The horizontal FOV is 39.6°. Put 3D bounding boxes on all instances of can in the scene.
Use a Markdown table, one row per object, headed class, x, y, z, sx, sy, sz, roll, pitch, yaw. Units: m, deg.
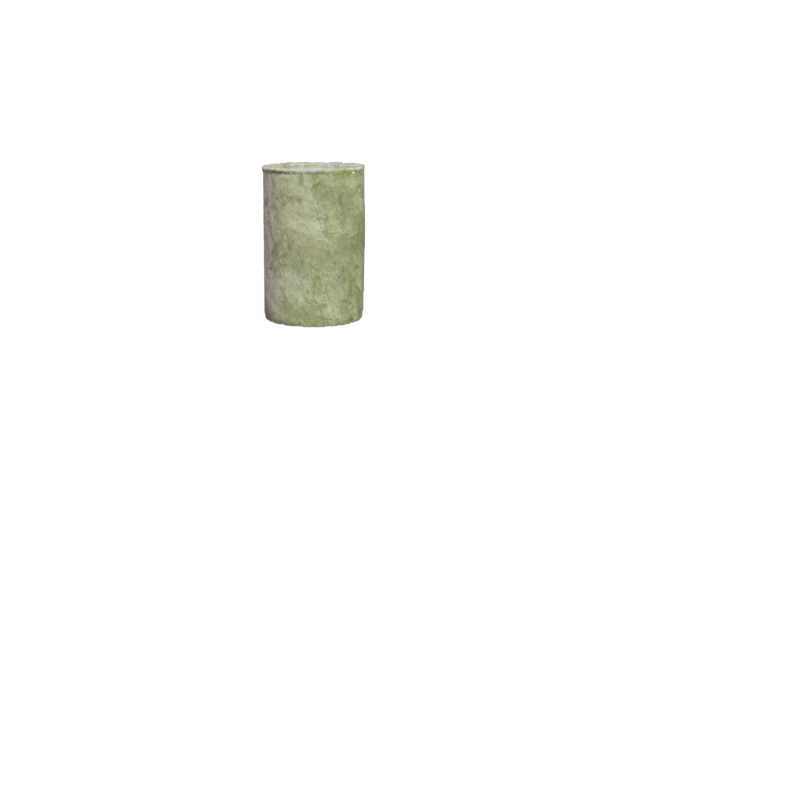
| class | x | y | z | sx | sy | sz | roll | pitch | yaw |
| --- | --- | --- | --- | --- | --- | --- | --- | --- | --- |
| can | -0.057 | -0.105 | 0.734 | 0.068 | 0.100 | 0.070 | 0 | 11 | -2 |
